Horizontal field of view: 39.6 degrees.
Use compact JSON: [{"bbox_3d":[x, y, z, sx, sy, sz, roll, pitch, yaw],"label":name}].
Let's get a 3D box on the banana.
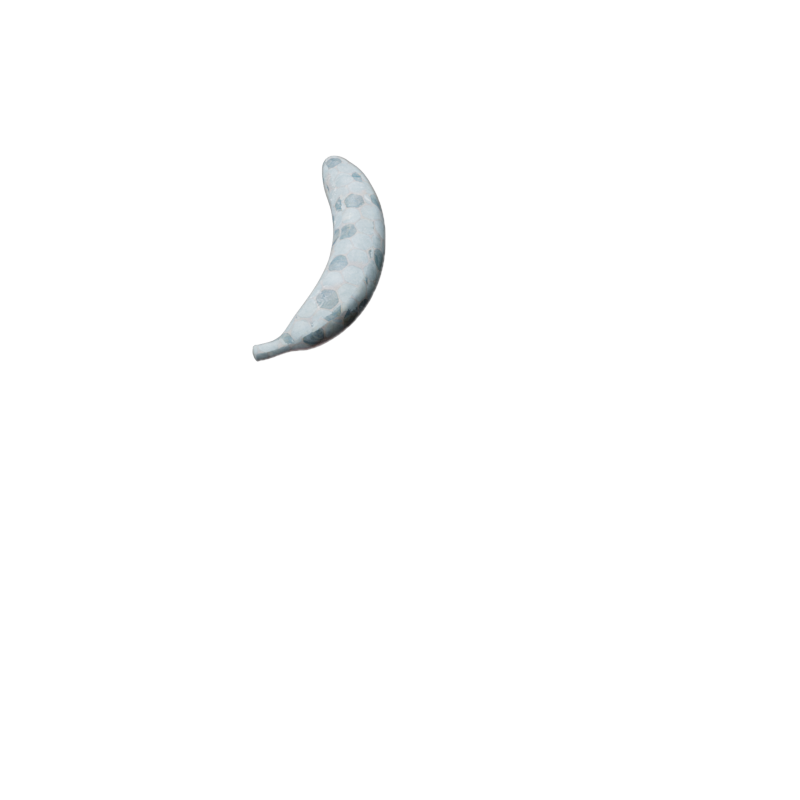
[{"bbox_3d":[-0.044,-0.105,0.778,0.071,0.209,0.034,10,-40,7],"label":"banana"}]
